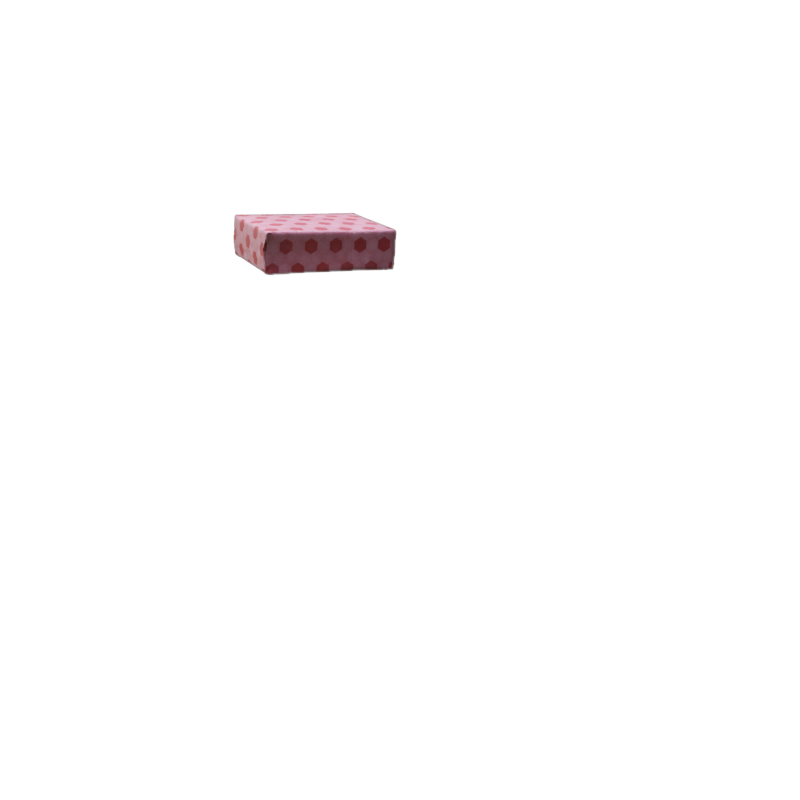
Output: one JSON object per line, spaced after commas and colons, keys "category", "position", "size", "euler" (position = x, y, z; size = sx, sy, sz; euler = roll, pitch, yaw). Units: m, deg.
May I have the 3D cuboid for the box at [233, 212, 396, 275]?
{"category": "box", "position": [-0.071, -0.130, 0.912], "size": [0.111, 0.038, 0.095], "euler": [-7, 17, -21]}
